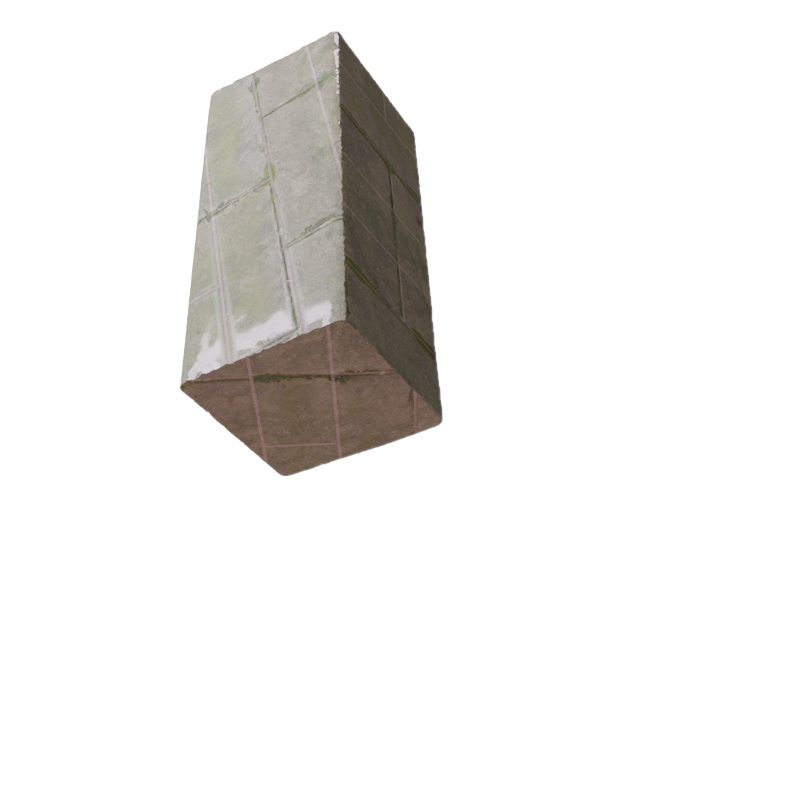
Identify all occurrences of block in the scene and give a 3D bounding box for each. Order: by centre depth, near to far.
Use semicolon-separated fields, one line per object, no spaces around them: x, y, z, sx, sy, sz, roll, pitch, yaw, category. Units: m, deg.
-0.045;-0.081;0.570;0.091;0.221;0.084;-22;-44;21;block
